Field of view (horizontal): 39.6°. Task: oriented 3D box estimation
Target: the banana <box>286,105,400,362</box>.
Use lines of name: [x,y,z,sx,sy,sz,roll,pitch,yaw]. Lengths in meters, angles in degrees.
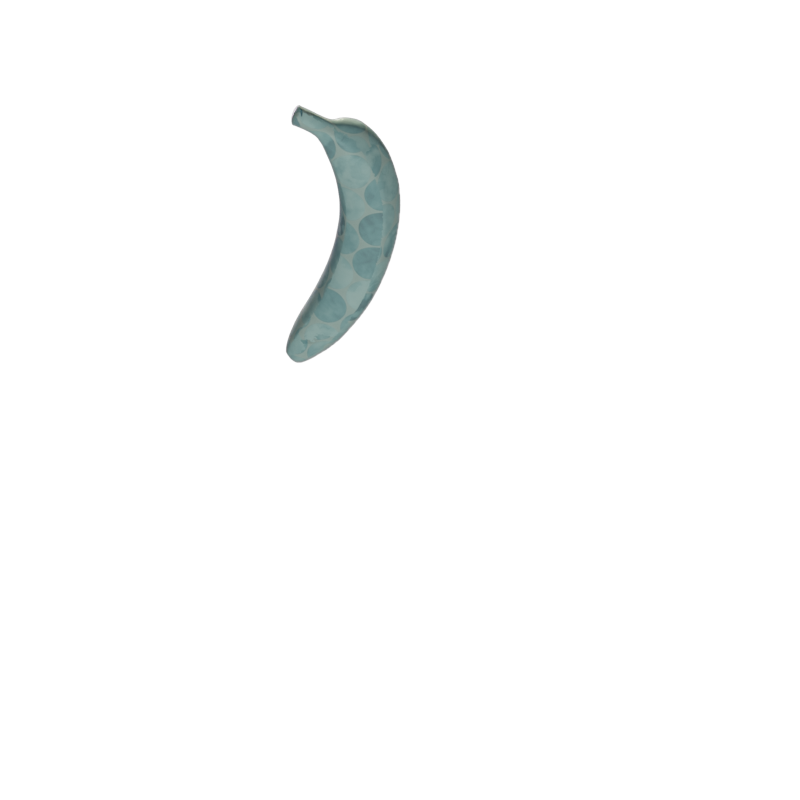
banana: [-0.036,-0.103,0.701,0.069,0.185,0.039,3,38,-3]
